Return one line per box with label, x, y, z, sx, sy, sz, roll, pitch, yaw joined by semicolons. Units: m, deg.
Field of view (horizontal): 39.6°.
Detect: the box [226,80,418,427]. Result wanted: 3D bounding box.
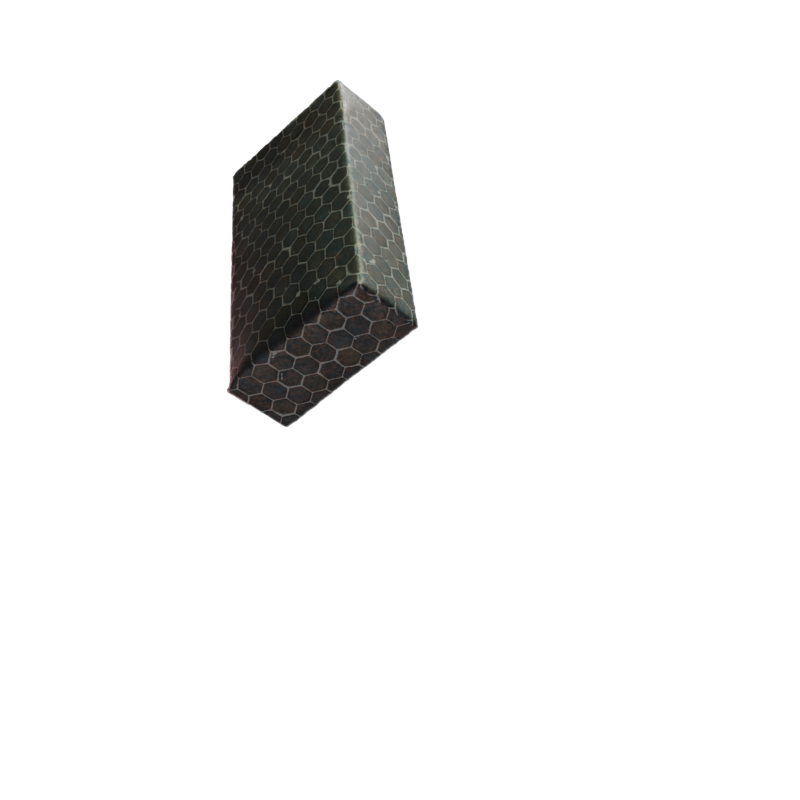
box;-0.045;-0.082;0.576;0.092;0.189;0.045;-37;-55;26
